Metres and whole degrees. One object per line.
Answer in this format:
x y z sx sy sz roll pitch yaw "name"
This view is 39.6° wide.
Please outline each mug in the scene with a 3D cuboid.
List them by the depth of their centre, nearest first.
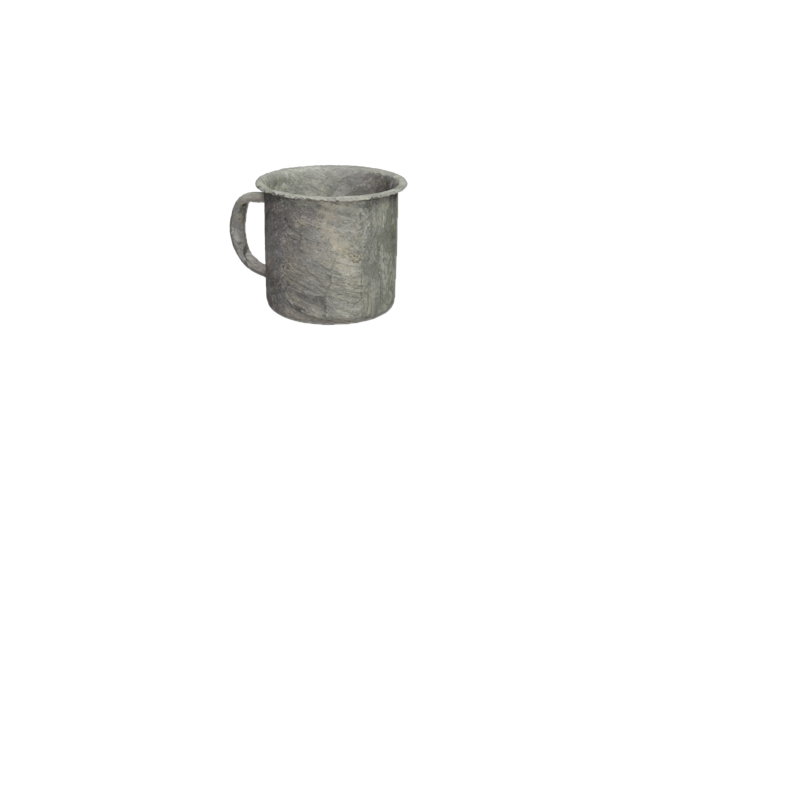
-0.054 -0.099 0.692 0.121 0.078 0.094 9 22 20 "mug"
